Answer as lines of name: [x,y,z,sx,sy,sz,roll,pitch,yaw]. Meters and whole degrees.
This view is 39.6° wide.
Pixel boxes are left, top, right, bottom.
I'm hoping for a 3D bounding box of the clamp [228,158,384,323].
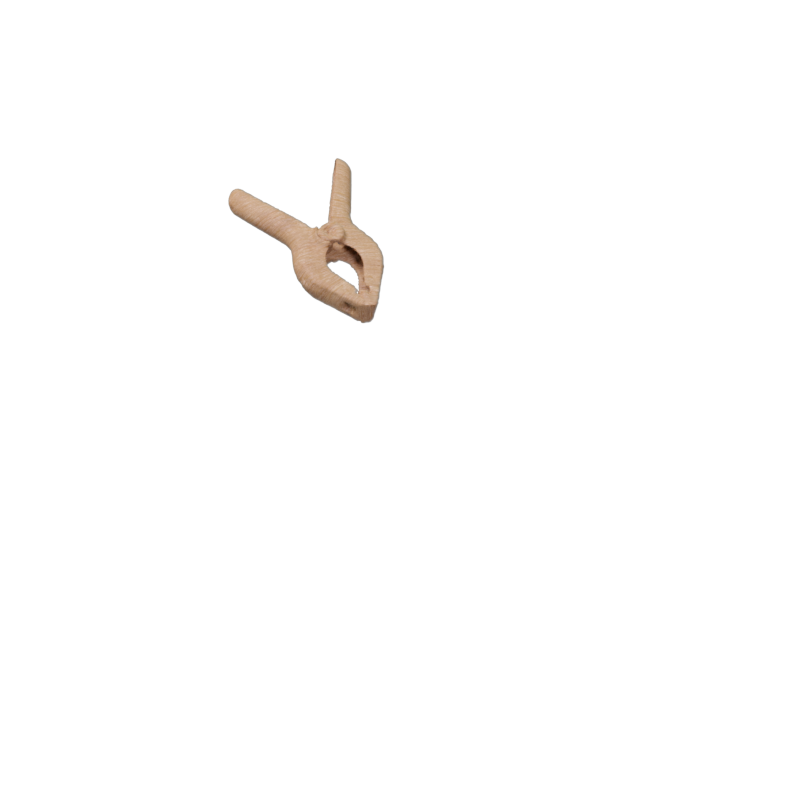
clamp: [-0.076,-0.139,0.973,0.119,0.185,0.037,-16,-34,-12]
